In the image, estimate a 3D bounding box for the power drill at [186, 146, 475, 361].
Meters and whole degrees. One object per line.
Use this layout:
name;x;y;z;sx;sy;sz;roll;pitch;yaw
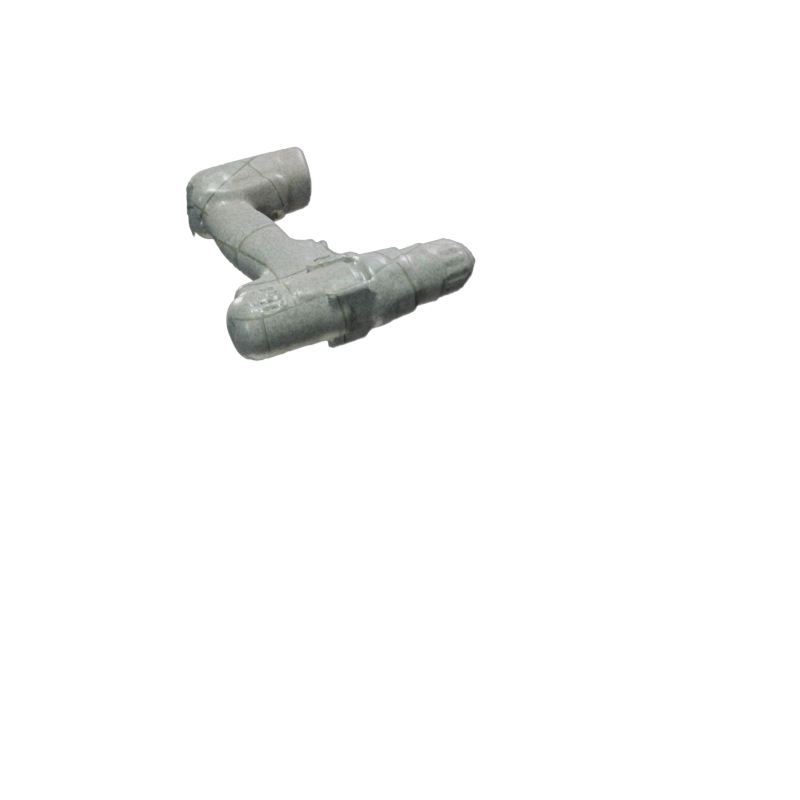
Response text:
power drill;-0.064;-0.116;0.814;0.182;0.054;0.203;-18;43;-21
